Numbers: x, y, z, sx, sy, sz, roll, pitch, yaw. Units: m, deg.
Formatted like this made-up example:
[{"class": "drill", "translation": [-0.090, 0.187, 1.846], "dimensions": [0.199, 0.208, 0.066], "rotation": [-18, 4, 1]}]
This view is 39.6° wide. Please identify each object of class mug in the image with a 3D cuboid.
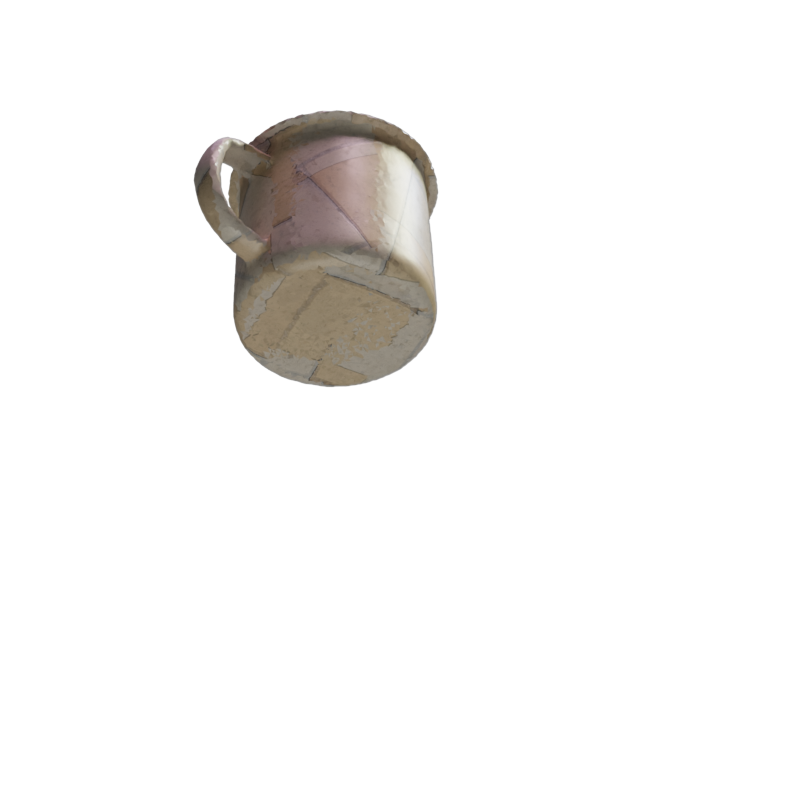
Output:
[{"class": "mug", "translation": [-0.036, -0.066, 0.460], "dimensions": [0.092, 0.087, 0.110], "rotation": [-35, -52, 30]}]
